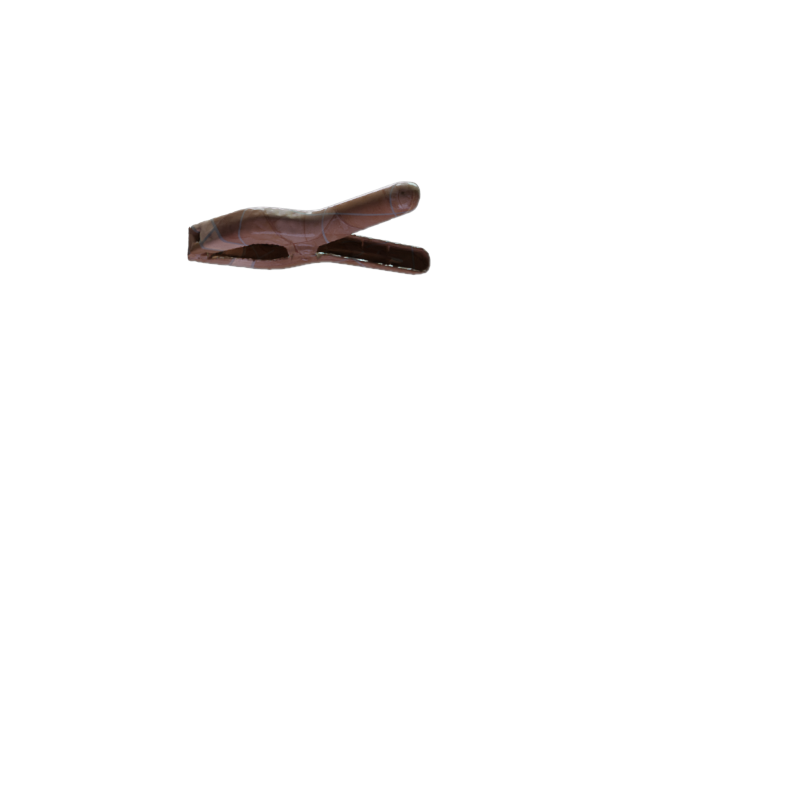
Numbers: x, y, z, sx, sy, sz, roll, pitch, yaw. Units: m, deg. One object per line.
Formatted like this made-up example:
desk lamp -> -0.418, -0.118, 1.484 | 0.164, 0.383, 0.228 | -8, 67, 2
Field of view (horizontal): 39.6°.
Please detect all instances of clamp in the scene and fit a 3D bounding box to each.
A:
clamp -> -0.073, -0.134, 0.937 | 0.213, 0.038, 0.155 | -4, -16, 13
